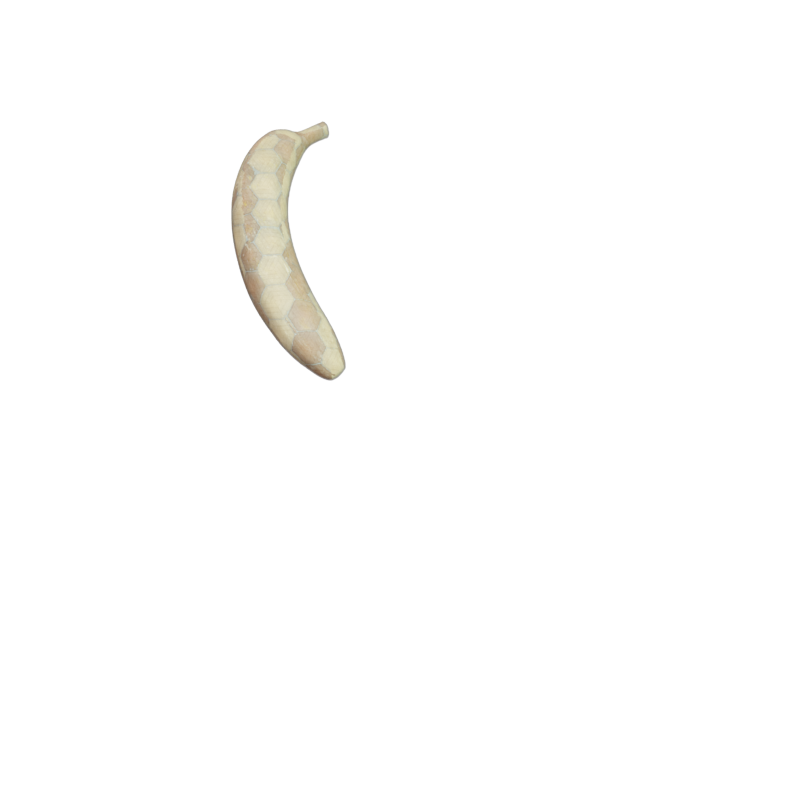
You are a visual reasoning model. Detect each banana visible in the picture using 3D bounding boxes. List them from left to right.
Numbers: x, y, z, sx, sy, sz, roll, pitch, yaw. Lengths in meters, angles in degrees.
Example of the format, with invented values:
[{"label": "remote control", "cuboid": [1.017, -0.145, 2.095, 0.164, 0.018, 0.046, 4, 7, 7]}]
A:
[{"label": "banana", "cuboid": [-0.075, -0.106, 0.724, 0.069, 0.210, 0.035, -3, -28, -3]}]
